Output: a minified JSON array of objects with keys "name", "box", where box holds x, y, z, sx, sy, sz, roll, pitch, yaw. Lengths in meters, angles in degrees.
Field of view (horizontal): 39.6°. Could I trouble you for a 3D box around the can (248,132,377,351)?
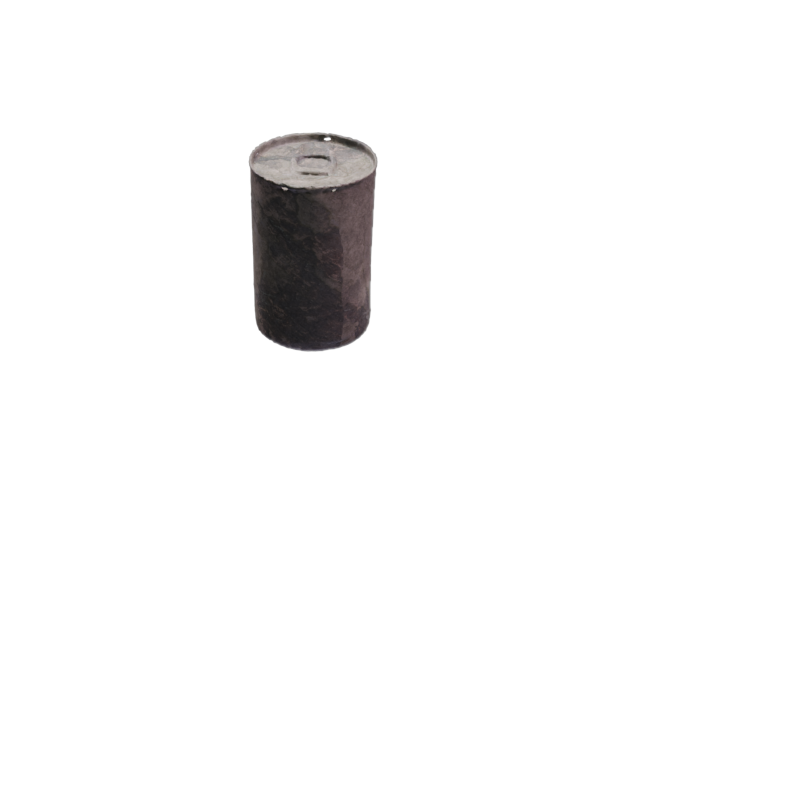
[{"name":"can","box":[-0.048,-0.087,0.607,0.068,0.096,0.073,0,33,-3]}]
